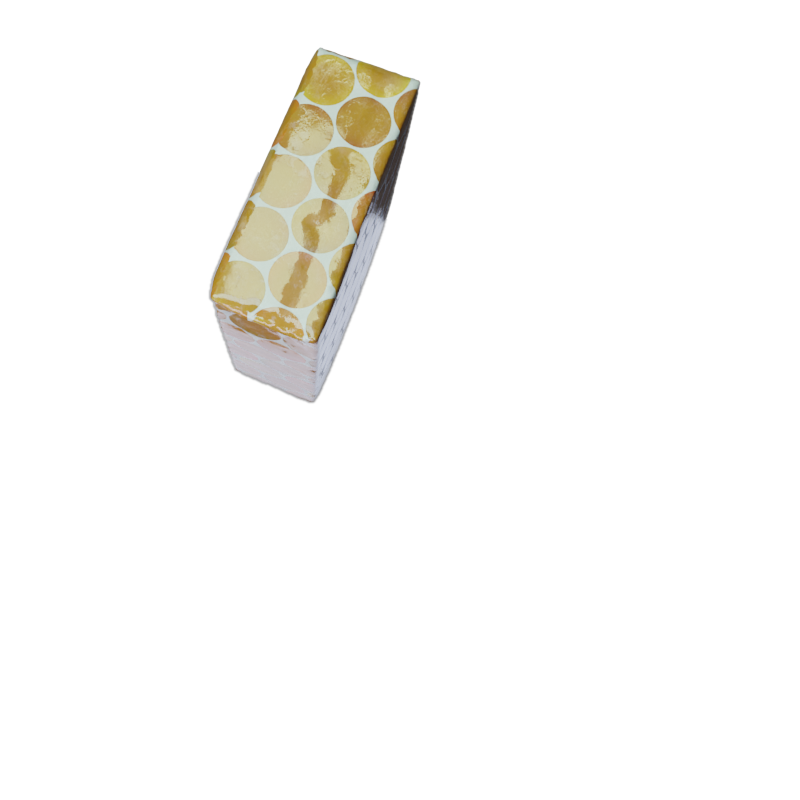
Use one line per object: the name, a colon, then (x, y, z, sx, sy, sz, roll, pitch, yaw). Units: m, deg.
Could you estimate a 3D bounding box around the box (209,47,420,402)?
box: (-0.055, -0.101, 0.704, 0.072, 0.168, 0.207, 20, -12, 0)
